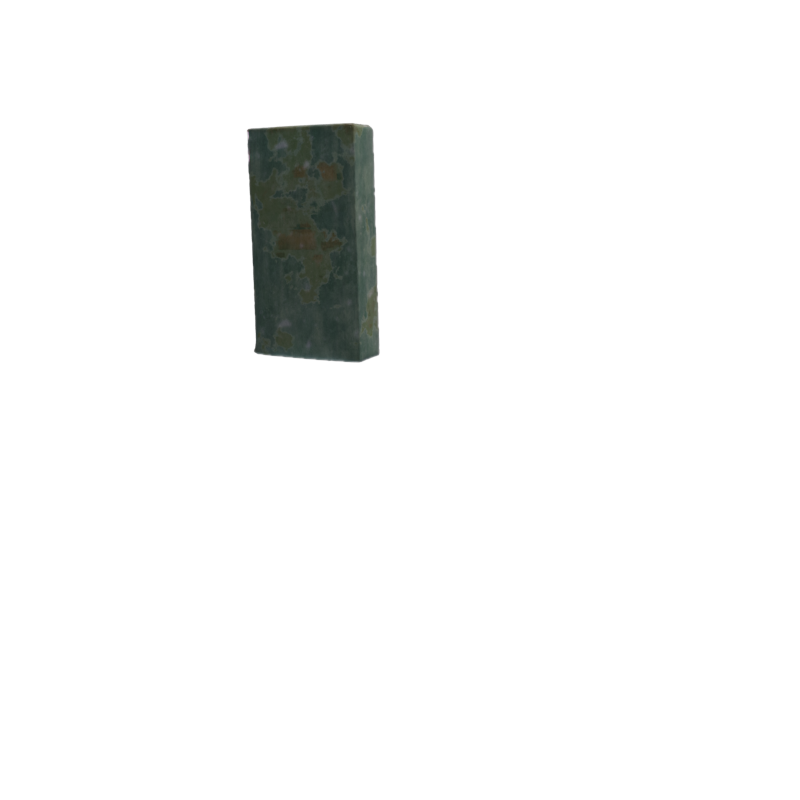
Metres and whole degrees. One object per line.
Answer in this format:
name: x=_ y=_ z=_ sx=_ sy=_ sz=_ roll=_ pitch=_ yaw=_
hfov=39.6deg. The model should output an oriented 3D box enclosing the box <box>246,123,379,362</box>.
box: x=-0.066 y=-0.120 z=0.844 sx=0.096 sy=0.175 sz=0.047 roll=2 pitch=3 yaw=27
